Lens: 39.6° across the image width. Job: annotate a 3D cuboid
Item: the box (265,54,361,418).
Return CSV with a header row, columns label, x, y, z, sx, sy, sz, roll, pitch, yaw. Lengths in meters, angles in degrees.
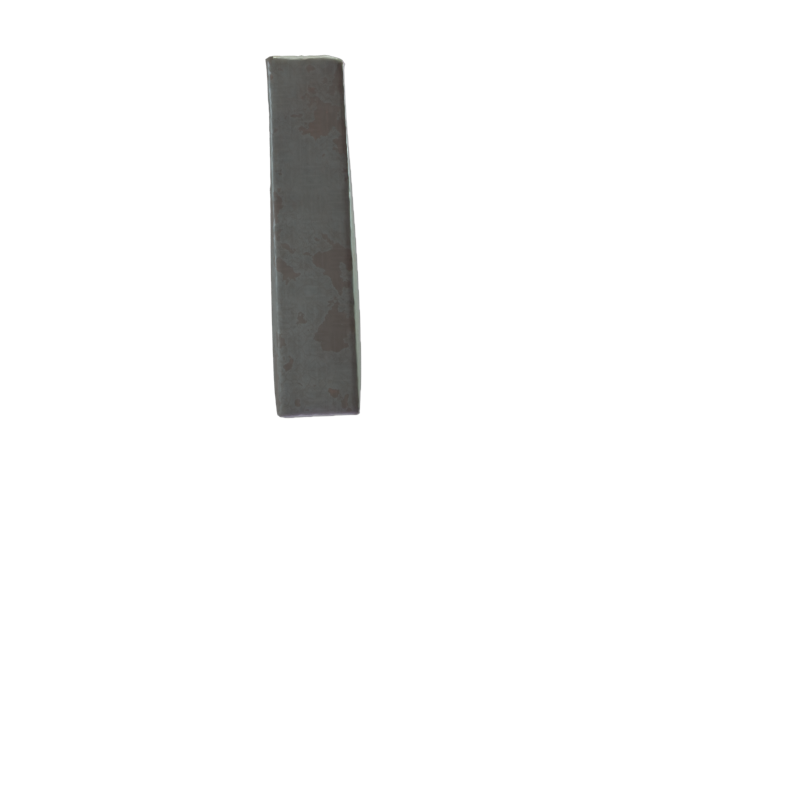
label,x,y,z,sx,sy,sz,roll,pitch,yaw
box,-0.045,-0.082,0.576,0.048,0.178,0.093,0,-4,-3
